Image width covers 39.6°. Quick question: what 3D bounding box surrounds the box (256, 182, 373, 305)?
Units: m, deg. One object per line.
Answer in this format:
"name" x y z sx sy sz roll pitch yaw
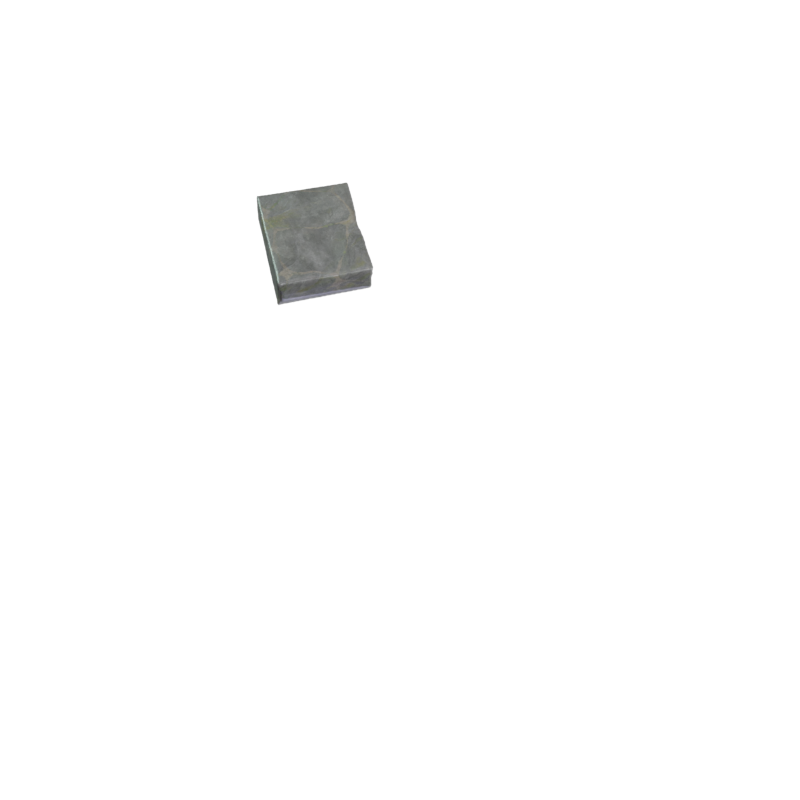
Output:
"box" -0.066 -0.121 0.847 0.072 0.096 0.028 -10 -34 -8
